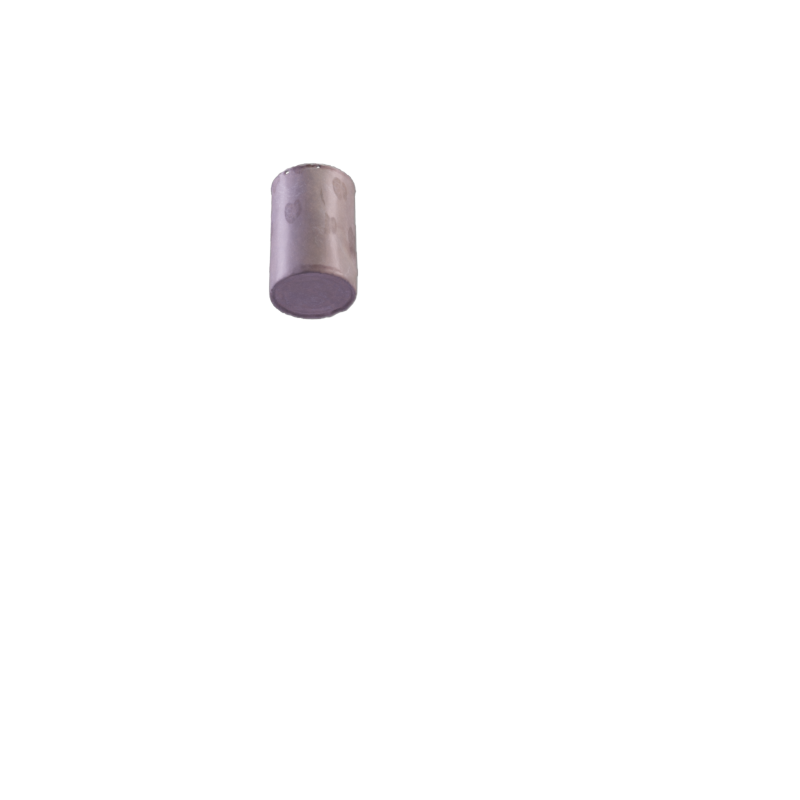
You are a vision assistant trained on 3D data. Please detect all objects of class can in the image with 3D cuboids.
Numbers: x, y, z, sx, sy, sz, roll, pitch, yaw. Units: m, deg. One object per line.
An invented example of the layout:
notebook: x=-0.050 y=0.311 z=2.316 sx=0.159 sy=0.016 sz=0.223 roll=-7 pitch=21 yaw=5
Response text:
can: x=-0.067 y=-0.122 z=0.855 sx=0.068 sy=0.109 sz=0.064 roll=-1 pitch=-32 yaw=-2
